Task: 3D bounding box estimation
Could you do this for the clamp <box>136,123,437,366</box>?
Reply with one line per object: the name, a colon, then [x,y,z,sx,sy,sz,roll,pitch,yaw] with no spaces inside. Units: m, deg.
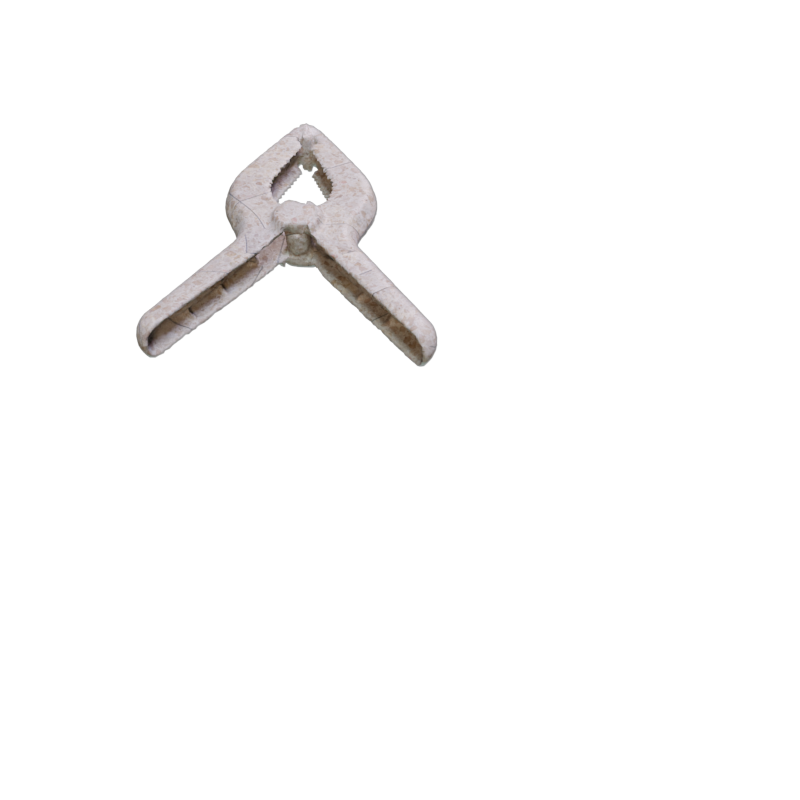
clamp: [-0.053,-0.096,0.671,0.166,0.034,0.223,6,45,6]
